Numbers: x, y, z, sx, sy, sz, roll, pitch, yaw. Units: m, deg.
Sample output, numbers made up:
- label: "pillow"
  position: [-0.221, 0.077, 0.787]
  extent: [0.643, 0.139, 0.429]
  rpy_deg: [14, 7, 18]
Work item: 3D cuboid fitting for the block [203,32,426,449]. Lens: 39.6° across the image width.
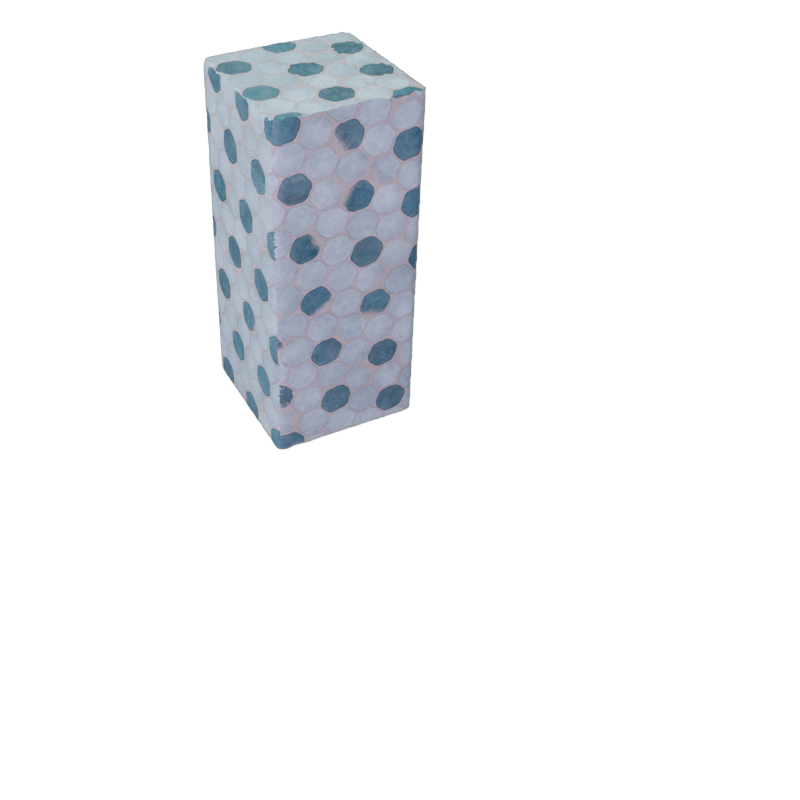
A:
- label: "block"
  position: [-0.049, -0.089, 0.623]
  extent: [0.089, 0.193, 0.098]
  rpy_deg: [-15, 39, -24]
